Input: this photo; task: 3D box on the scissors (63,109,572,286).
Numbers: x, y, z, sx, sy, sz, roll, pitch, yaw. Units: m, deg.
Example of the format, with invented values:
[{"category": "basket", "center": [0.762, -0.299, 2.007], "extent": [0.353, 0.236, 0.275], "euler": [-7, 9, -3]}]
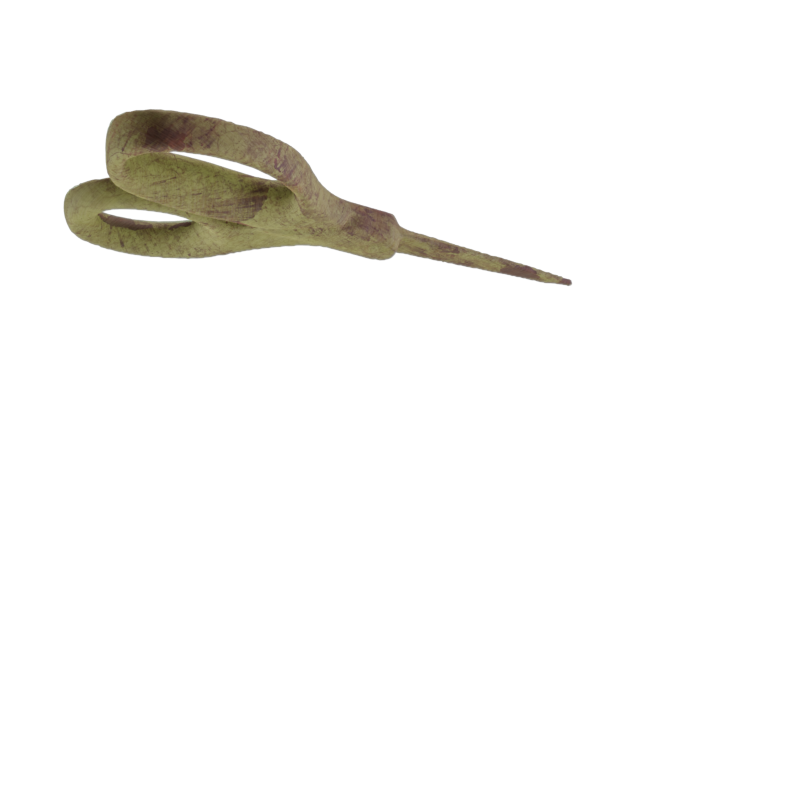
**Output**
[{"category": "scissors", "center": [-0.031, -0.056, 0.393], "extent": [0.098, 0.016, 0.190], "euler": [-11, -18, 38]}]
